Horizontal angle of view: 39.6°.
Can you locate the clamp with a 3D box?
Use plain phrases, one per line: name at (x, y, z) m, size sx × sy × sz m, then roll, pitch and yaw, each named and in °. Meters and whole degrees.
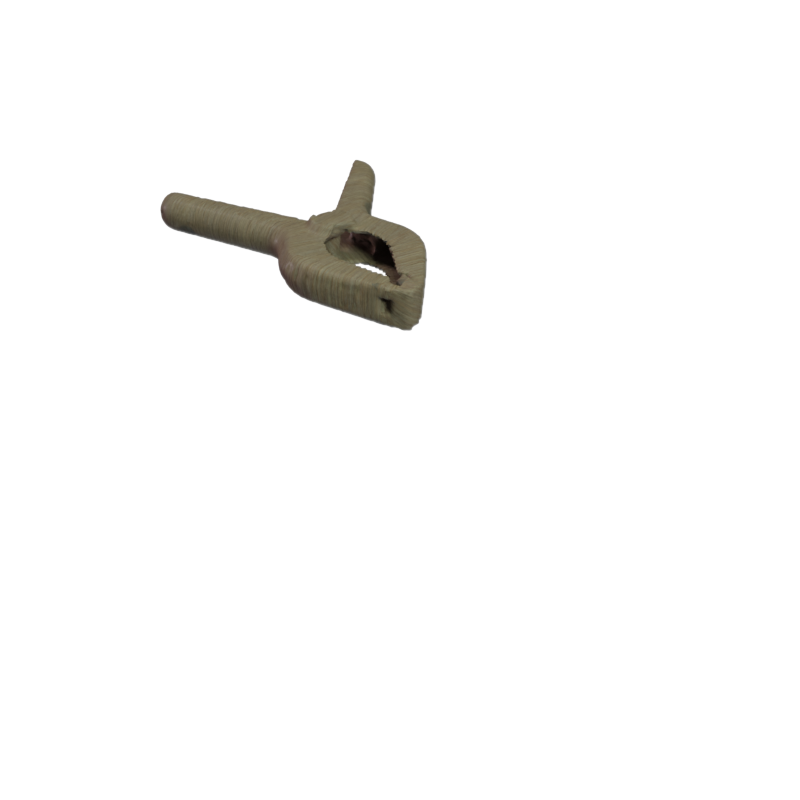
clamp at (-0.056, -0.103, 0.720) m, size 0.162 × 0.034 × 0.226 m, roll -12°, pitch 34°, yaw -19°
